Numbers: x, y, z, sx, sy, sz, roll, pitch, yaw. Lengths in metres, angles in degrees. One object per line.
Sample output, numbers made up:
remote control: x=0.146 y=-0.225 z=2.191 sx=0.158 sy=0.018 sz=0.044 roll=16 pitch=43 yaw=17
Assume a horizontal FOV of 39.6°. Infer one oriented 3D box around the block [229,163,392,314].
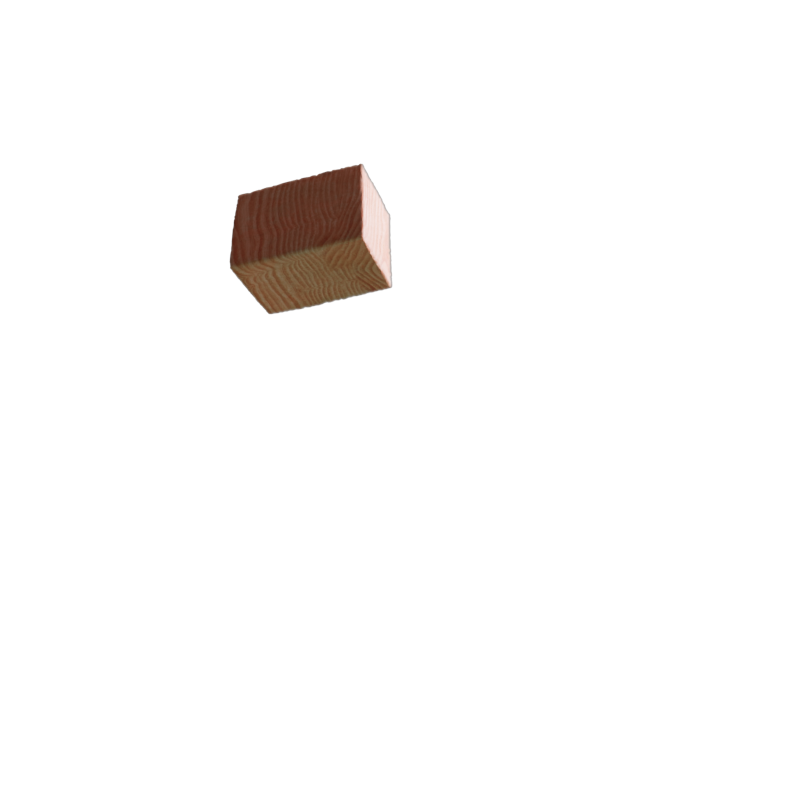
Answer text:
block: x=-0.049 y=-0.088 z=0.620 sx=0.079 sy=0.055 sz=0.049 roll=-11 pitch=-34 yaw=16
